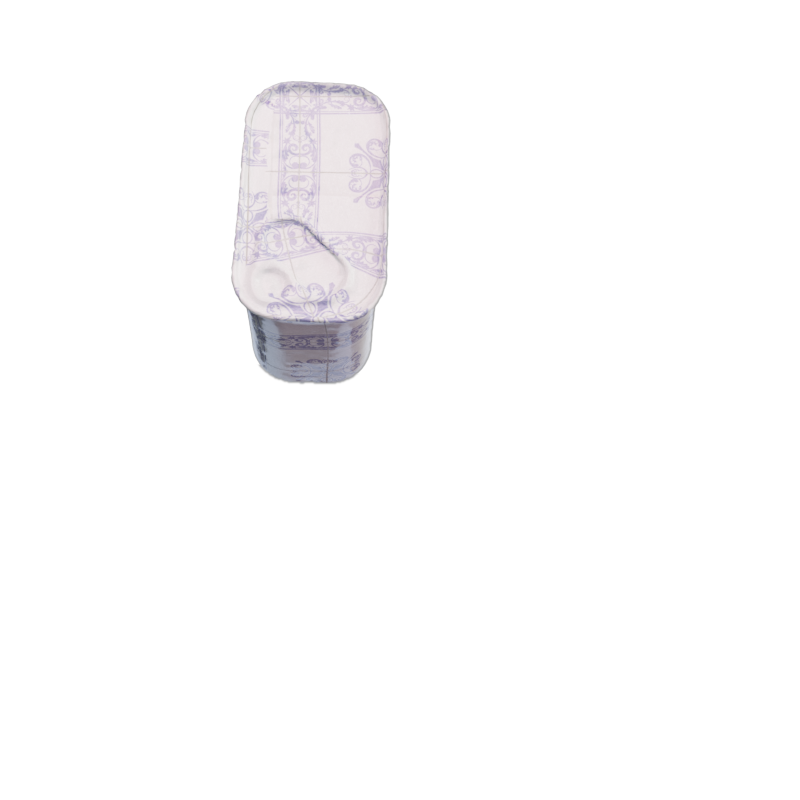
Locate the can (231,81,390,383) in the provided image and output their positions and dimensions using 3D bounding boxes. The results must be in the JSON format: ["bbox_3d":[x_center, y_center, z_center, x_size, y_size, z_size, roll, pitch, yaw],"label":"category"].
[{"bbox_3d":[-0.036,-0.065,0.456,0.057,0.107,0.080,2,-22,-2],"label":"can"}]
